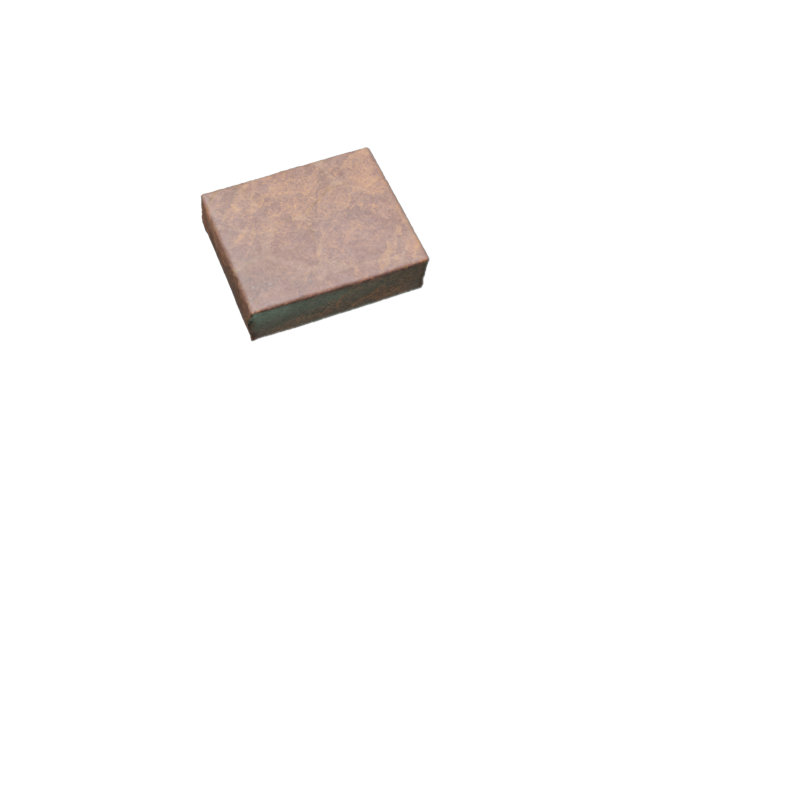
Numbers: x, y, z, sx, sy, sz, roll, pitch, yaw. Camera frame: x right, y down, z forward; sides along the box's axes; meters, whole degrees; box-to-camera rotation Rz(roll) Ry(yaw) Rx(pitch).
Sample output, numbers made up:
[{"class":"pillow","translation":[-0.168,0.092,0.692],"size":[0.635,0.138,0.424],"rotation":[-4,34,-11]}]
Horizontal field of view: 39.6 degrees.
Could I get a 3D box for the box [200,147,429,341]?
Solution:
[{"class":"box","translation":[-0.052,-0.095,0.661],"size":[0.113,0.096,0.036],"rotation":[-20,-30,-13]}]
